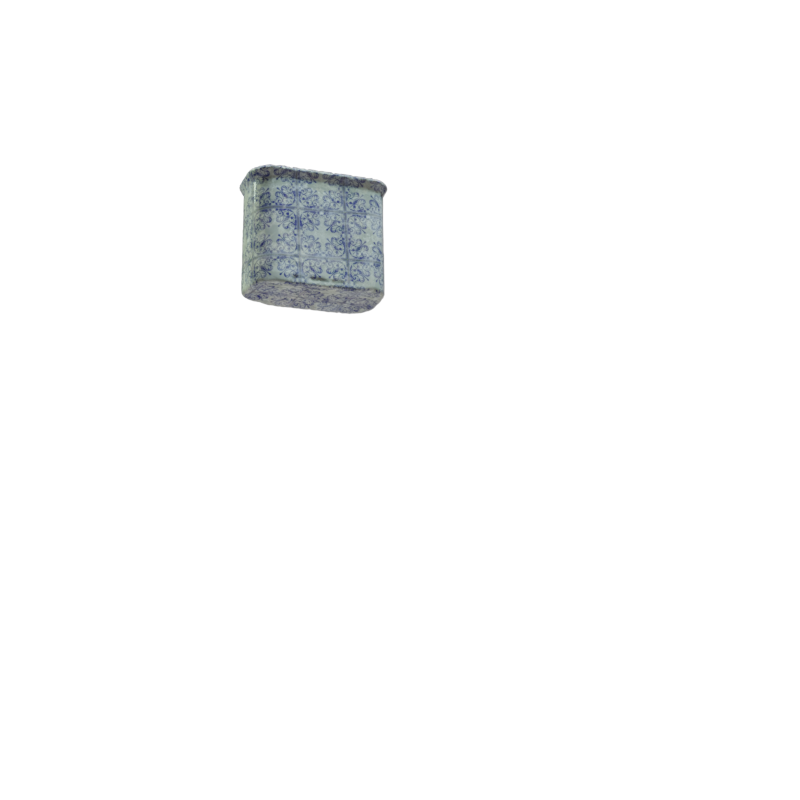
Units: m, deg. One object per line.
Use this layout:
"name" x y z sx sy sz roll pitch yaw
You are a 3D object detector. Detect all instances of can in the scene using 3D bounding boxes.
"can" -0.060 -0.110 0.770 0.099 0.088 0.056 5 -19 -19
